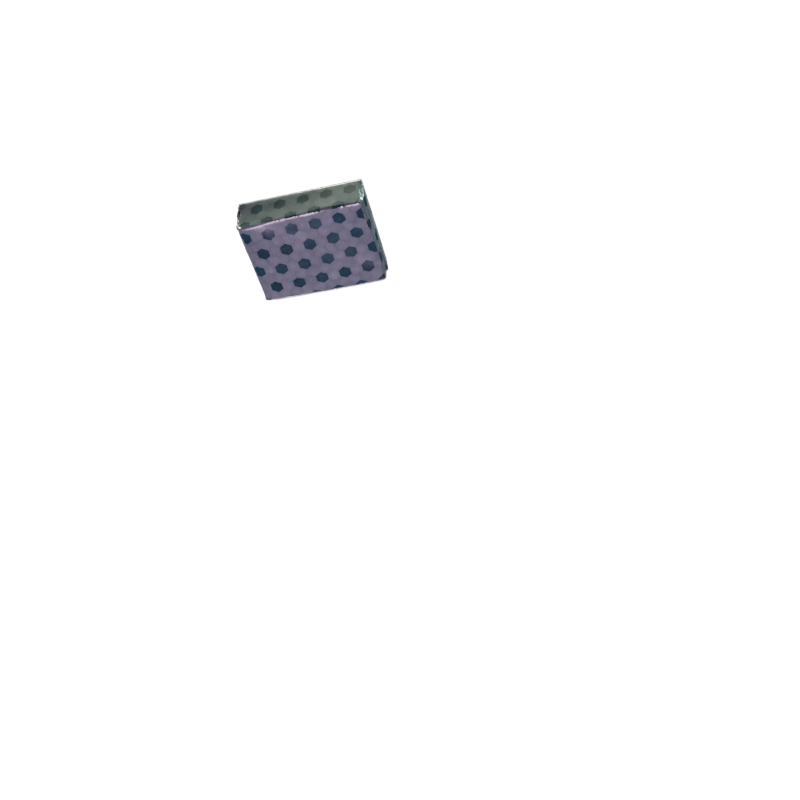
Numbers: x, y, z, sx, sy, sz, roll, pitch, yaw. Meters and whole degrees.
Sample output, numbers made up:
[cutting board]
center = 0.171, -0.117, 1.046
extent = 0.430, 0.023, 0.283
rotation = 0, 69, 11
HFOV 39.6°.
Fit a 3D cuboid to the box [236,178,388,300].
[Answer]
[box]
center = -0.075, -0.137, 0.959
extent = 0.114, 0.083, 0.042
rotation = -11, 41, 9
